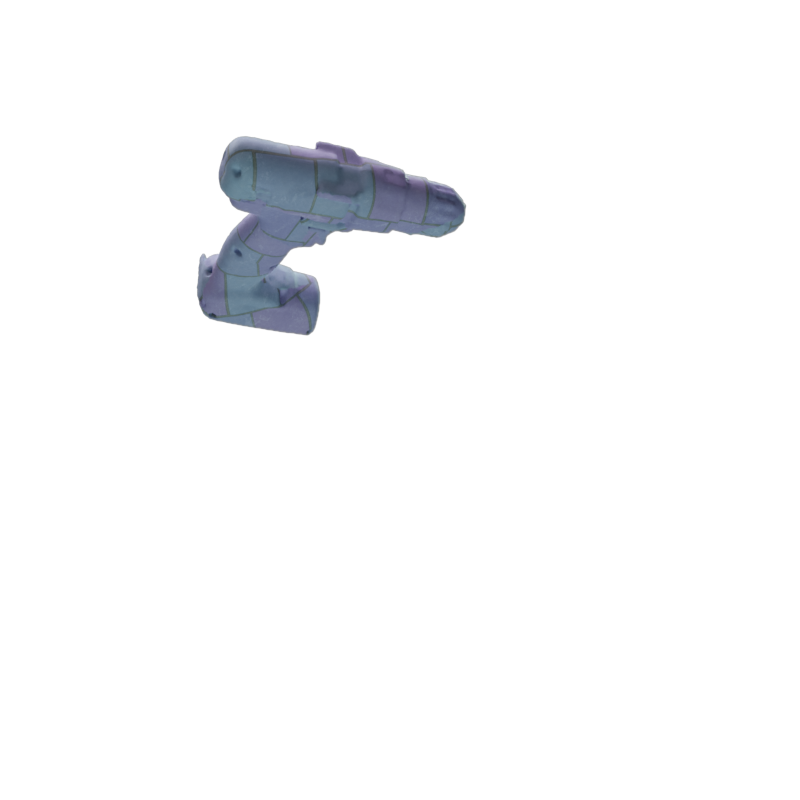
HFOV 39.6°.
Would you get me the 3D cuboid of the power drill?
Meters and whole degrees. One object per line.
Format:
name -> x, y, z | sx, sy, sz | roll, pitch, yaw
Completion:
power drill -> -0.066, -0.120, 0.843 | 0.179, 0.061, 0.181 | 12, -35, -19
